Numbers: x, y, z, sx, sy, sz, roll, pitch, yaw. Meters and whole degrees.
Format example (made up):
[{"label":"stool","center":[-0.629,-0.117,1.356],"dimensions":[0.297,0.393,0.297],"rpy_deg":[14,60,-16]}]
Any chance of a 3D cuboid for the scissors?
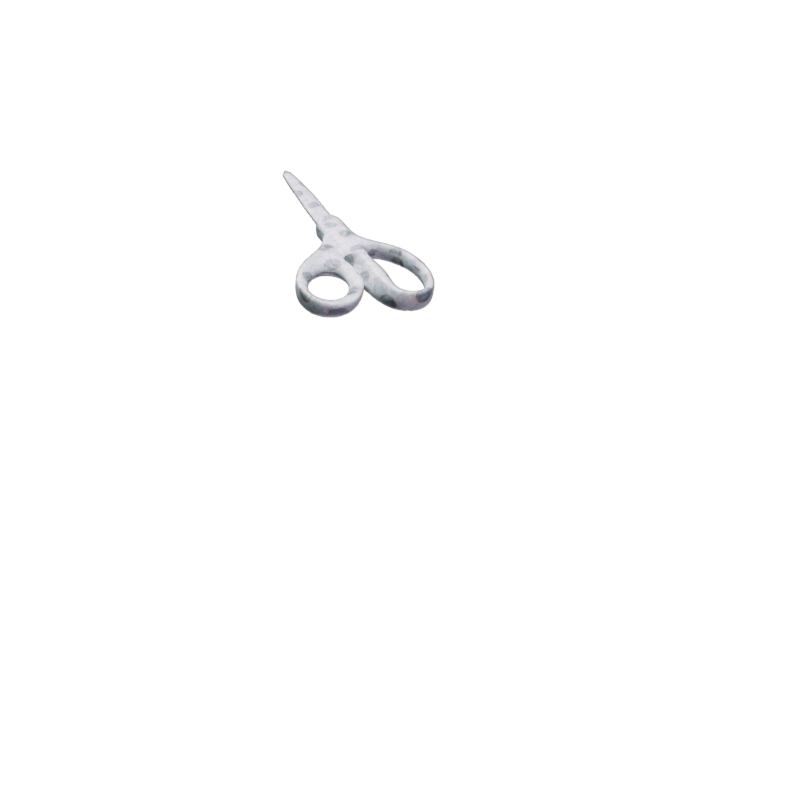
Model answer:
[{"label":"scissors","center":[-0.059,-0.108,0.758],"dimensions":[0.095,0.015,0.217],"rpy_deg":[-23,41,-29]}]
